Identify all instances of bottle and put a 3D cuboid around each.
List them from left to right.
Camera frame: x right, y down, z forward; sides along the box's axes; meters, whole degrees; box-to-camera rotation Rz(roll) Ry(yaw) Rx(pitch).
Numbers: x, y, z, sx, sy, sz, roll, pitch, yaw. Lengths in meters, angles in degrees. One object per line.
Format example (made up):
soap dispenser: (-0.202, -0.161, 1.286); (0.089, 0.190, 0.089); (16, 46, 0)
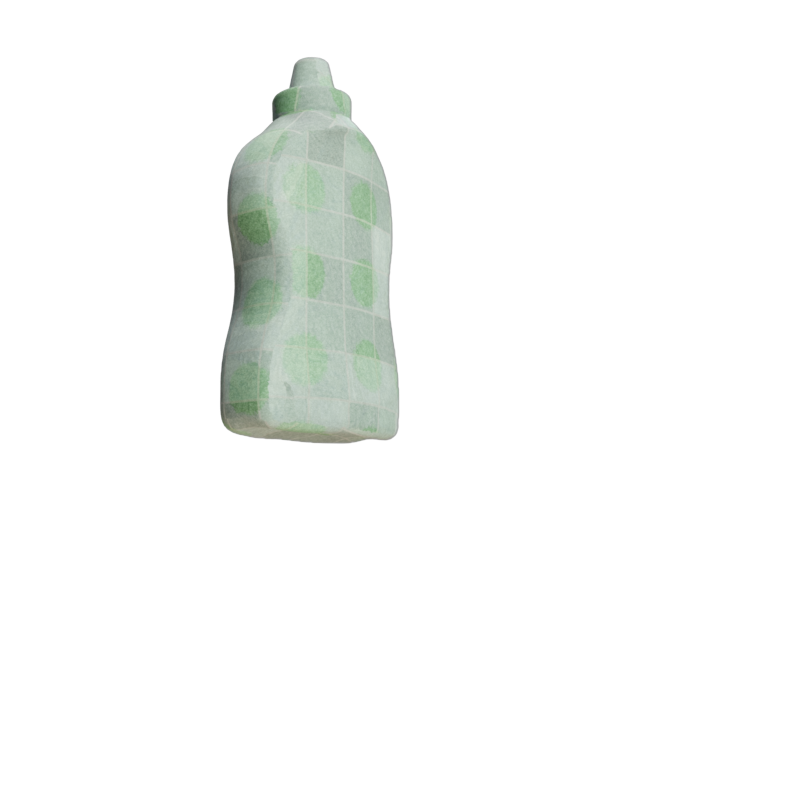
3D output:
bottle: (-0.043, -0.078, 0.547); (0.059, 0.198, 0.091); (-14, -19, 42)
